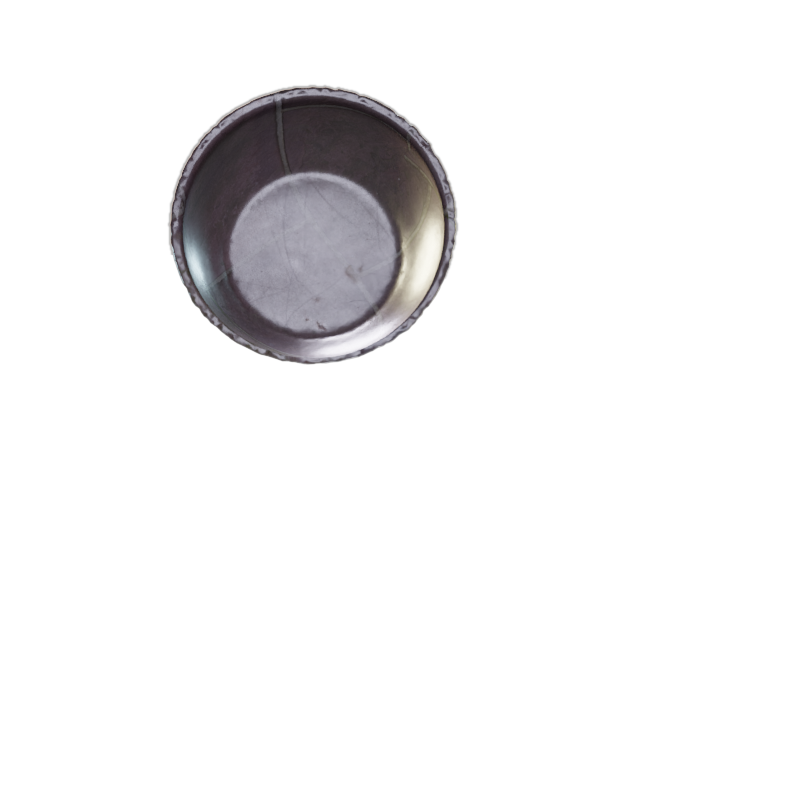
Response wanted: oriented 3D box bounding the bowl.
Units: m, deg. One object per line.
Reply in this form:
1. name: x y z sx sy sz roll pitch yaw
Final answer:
1. bowl: -0.047 -0.086 0.601 0.162 0.156 0.057 0 17 -1
